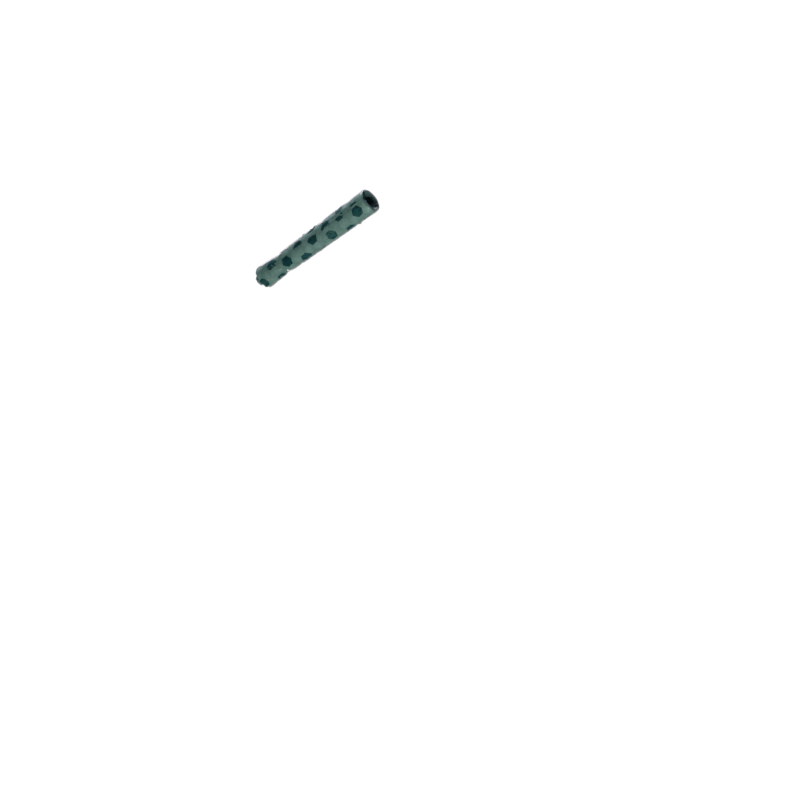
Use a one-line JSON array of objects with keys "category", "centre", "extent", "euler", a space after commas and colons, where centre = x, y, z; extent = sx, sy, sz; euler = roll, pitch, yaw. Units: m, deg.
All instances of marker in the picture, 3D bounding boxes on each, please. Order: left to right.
[{"category": "marker", "centre": [-0.065, -0.119, 0.833], "extent": [0.120, 0.021, 0.019], "euler": [-31, -14, 32]}]
